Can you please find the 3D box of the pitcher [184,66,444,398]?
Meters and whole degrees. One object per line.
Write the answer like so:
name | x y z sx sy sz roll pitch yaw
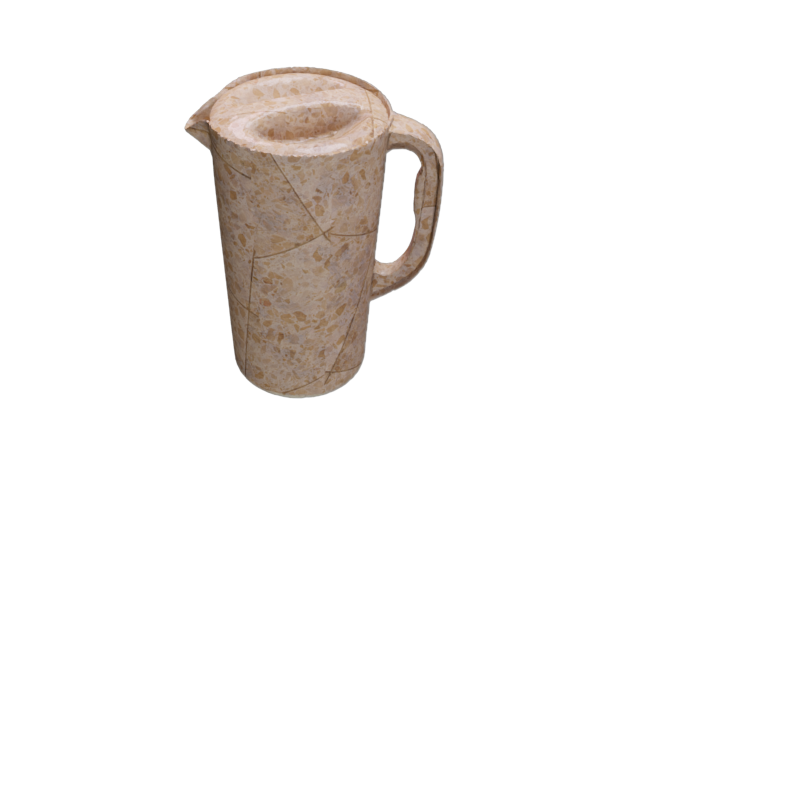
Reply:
pitcher | -0.067 -0.121 0.850 0.144 0.227 0.160 -28 48 -32
